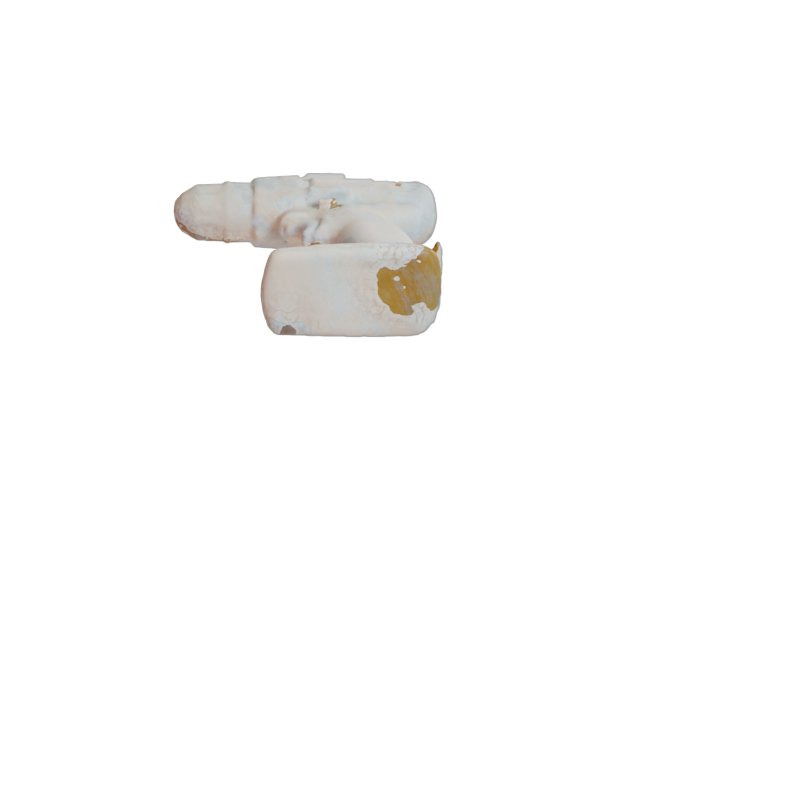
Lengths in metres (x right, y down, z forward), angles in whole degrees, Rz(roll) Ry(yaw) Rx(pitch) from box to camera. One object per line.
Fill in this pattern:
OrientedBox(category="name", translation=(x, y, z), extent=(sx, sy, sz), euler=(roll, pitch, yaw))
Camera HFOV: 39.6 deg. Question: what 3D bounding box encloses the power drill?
OrientedBox(category="power drill", translation=(-0.056, -0.102, 0.717), extent=(0.183, 0.054, 0.199), euler=(-3, 27, -6))
